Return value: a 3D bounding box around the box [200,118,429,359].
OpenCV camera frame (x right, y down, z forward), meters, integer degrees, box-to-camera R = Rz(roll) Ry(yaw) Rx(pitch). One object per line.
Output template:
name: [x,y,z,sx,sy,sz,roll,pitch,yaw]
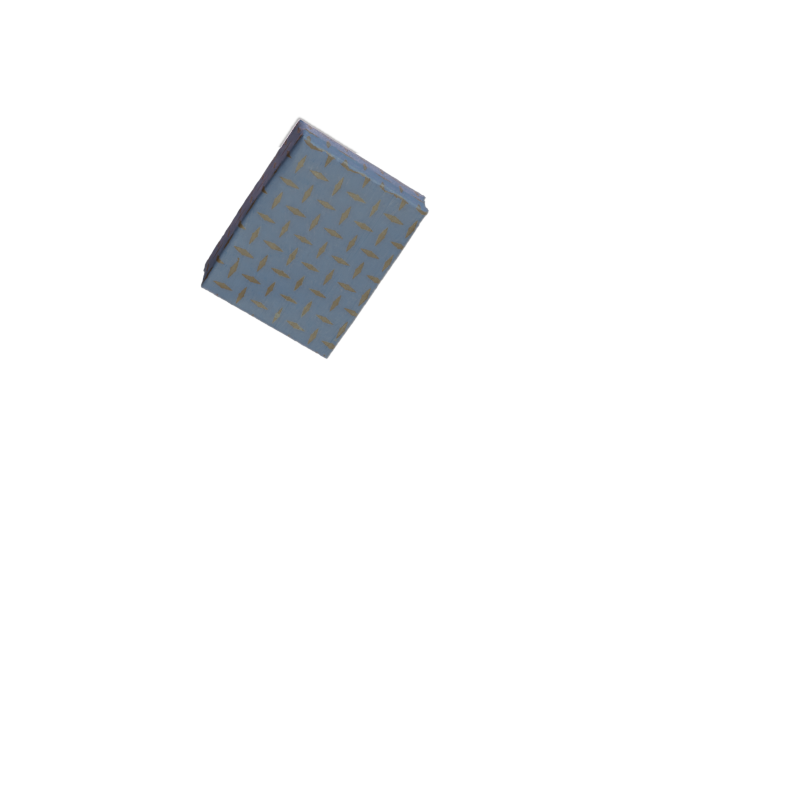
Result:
box: [-0.051,-0.093,0.652,0.087,0.111,0.041,31,20,-14]
